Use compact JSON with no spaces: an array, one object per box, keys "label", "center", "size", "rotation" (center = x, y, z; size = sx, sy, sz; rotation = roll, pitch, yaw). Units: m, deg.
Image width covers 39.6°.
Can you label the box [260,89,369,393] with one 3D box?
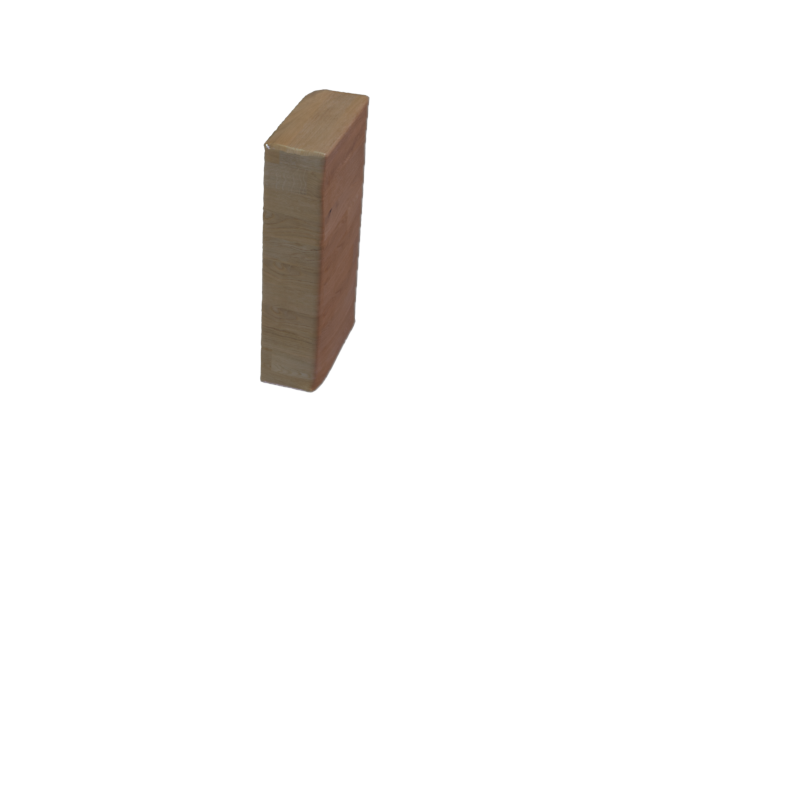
[{"label":"box","center":[-0.056,-0.102,0.713],"size":[0.049,0.165,0.097],"rotation":[10,34,12]}]
